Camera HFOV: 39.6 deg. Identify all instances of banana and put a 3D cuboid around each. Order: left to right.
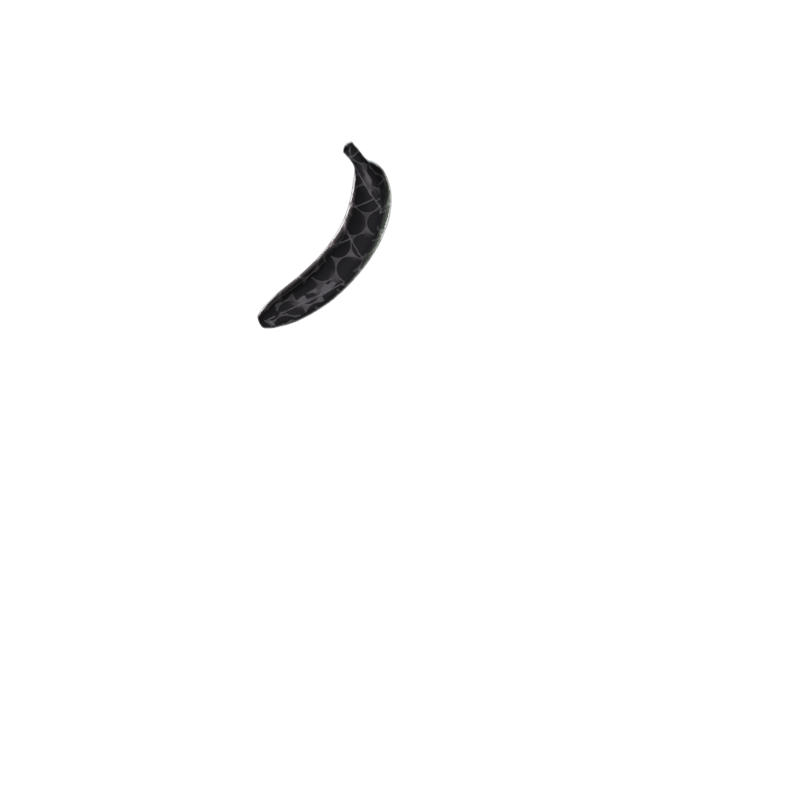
[{"bbox_3d":[-0.057,-0.134,0.965,0.068,0.191,0.039,23,27,-14],"label":"banana"}]
